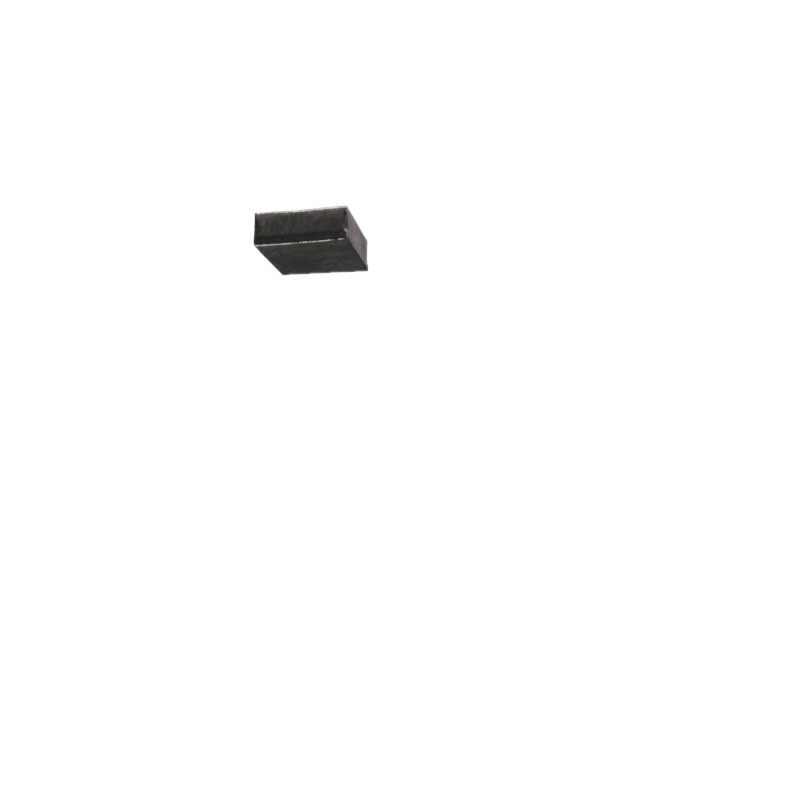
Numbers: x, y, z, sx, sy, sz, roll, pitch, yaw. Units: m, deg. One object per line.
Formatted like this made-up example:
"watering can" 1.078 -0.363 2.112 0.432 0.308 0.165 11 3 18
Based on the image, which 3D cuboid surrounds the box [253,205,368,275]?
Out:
"box" -0.068 -0.124 0.872 0.074 0.031 0.085 -2 -11 11
